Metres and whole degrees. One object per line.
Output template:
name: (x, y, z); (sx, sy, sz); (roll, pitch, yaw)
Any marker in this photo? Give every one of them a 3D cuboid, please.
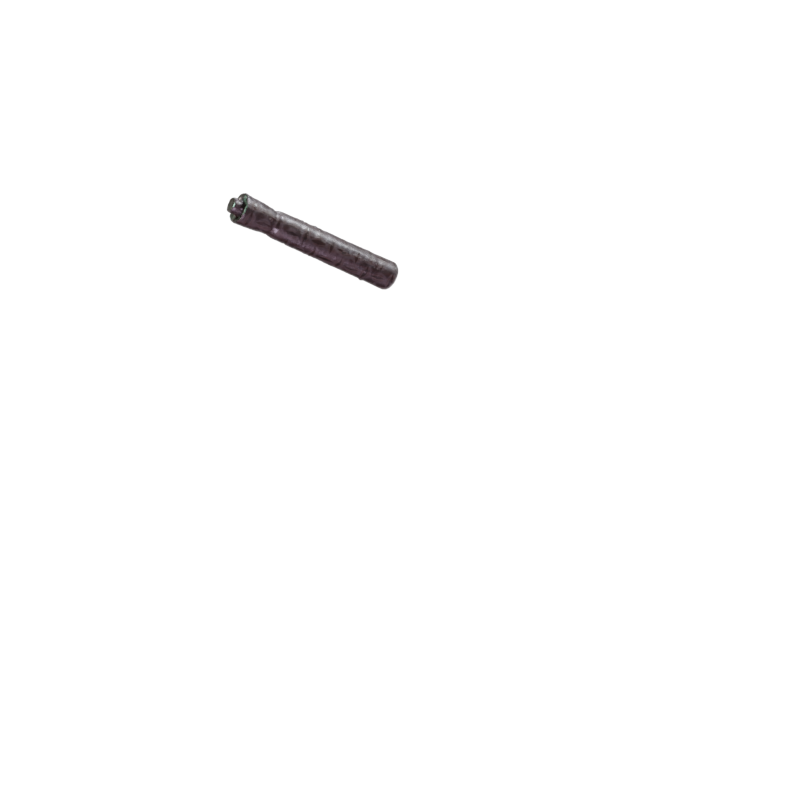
marker: (-0.053, -0.096, 0.673); (0.114, 0.020, 0.020); (21, -8, -31)
